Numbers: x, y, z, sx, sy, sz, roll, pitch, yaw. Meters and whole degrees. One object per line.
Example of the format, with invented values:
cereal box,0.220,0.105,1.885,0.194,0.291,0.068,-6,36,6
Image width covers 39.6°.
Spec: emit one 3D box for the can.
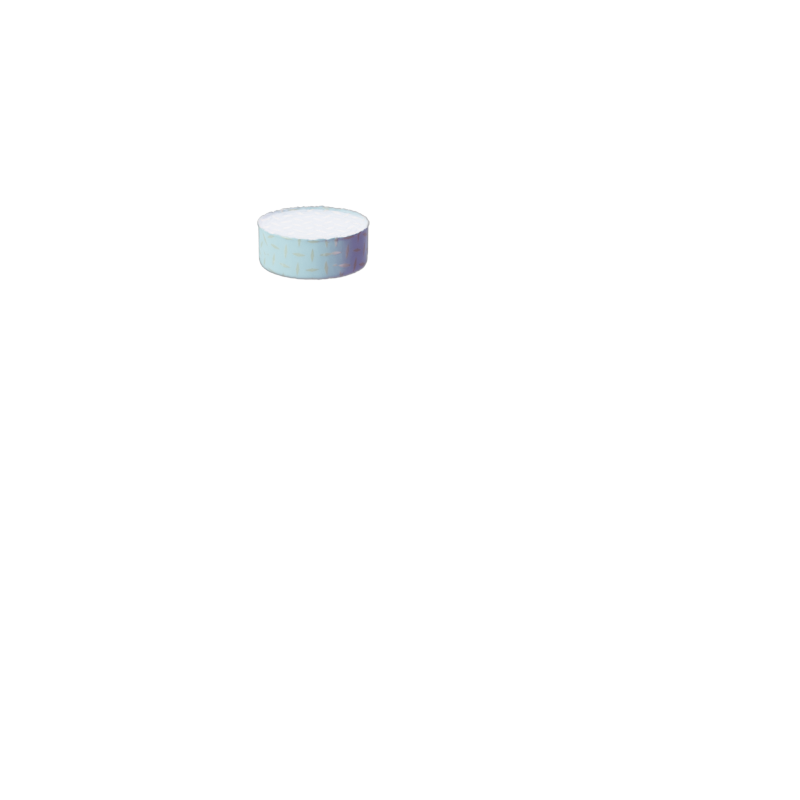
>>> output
can,-0.067,-0.122,0.852,0.086,0.032,0.090,-1,24,-2
